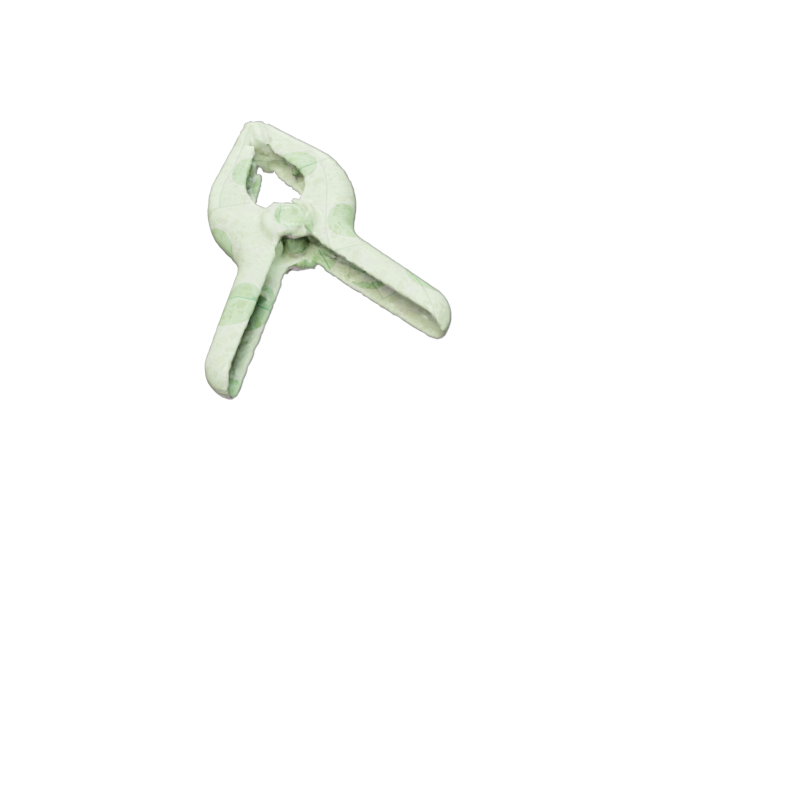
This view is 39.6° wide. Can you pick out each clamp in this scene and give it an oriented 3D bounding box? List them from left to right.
[{"bbox_3d":[-0.045,-0.082,0.573,0.119,0.185,0.037,-7,-36,-5],"label":"clamp"}]
